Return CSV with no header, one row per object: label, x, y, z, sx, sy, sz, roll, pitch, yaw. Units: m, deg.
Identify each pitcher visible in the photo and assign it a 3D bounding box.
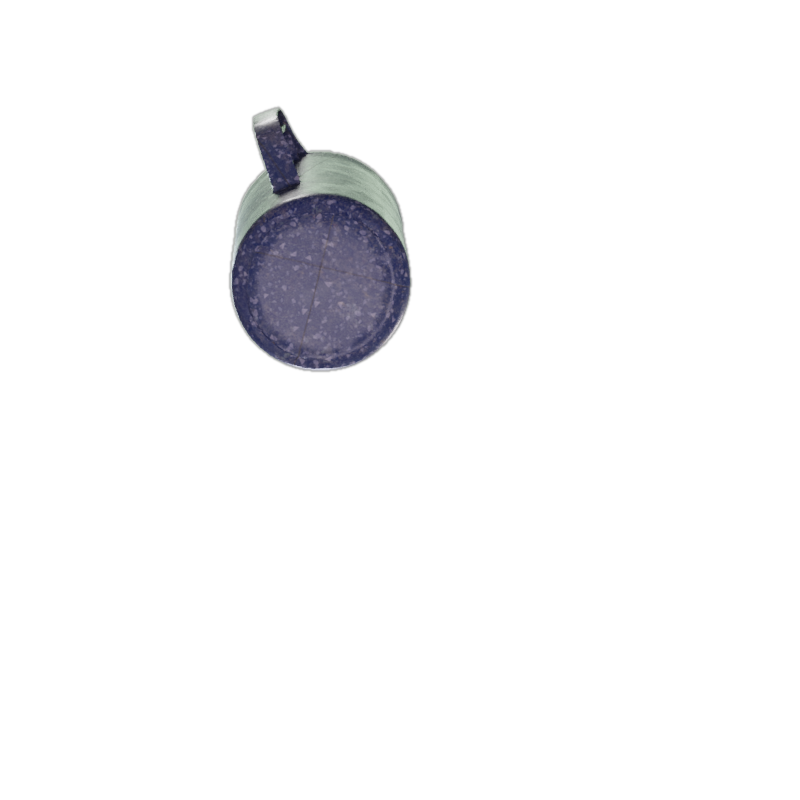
pitcher,-0.060,-0.110,0.767,0.147,0.143,0.250,24,11,-8
